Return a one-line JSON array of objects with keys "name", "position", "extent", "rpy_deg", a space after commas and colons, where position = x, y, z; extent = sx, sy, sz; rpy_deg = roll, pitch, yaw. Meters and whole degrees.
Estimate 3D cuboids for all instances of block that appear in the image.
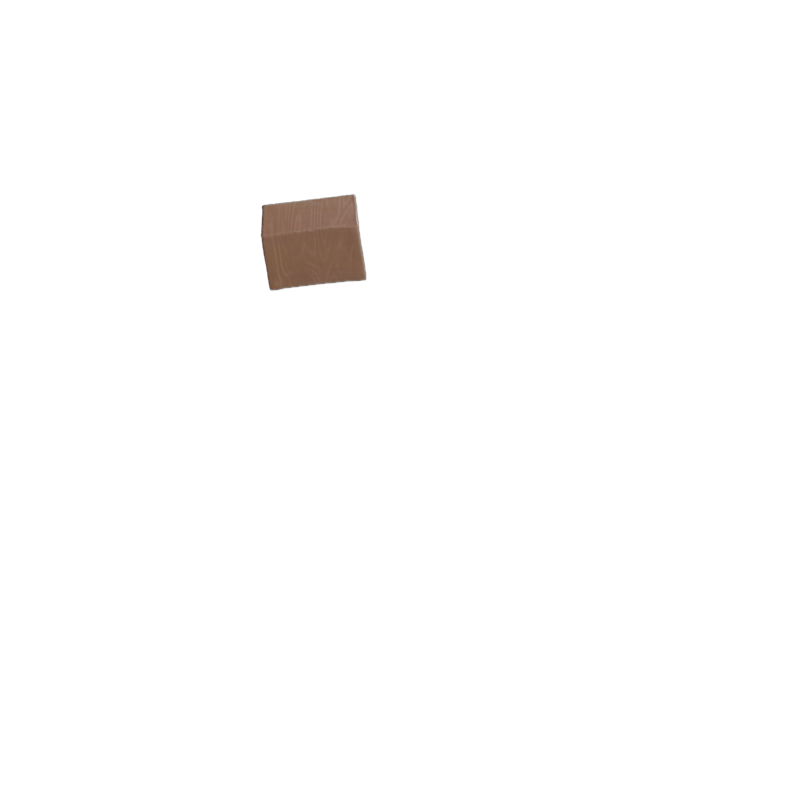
[{"name": "block", "position": [-0.068, -0.125, 0.875], "extent": [0.078, 0.049, 0.055], "rpy_deg": [-6, 35, 2]}]
